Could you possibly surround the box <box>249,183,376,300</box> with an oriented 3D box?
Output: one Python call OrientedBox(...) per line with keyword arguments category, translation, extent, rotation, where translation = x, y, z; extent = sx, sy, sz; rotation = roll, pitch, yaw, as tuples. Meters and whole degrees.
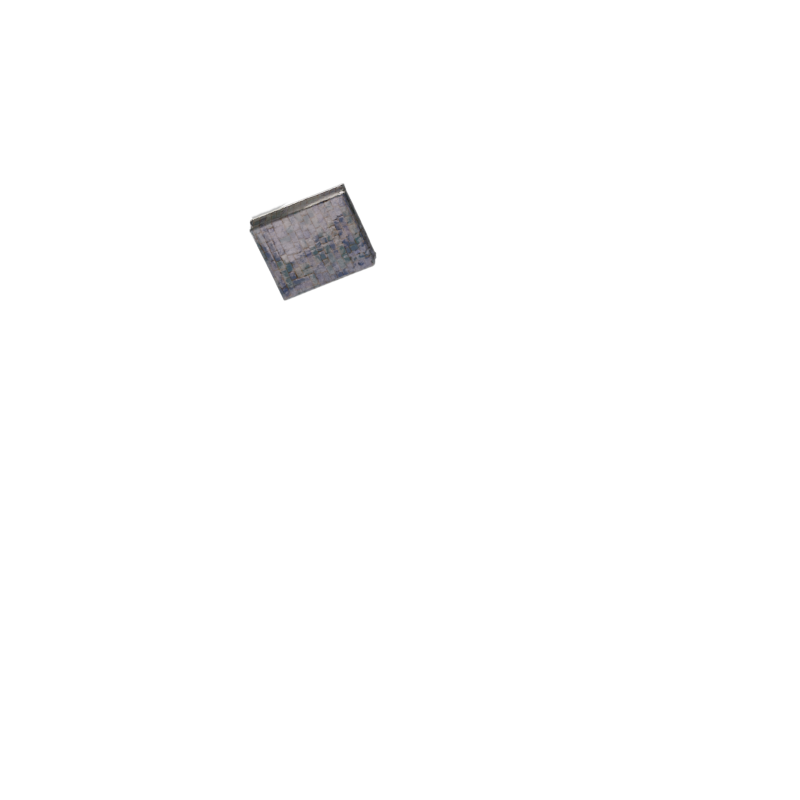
OrientedBox(category="box", translation=(-0.074, -0.136, 0.950), extent=(0.089, 0.069, 0.032), rotation=(-21, 25, 9))
